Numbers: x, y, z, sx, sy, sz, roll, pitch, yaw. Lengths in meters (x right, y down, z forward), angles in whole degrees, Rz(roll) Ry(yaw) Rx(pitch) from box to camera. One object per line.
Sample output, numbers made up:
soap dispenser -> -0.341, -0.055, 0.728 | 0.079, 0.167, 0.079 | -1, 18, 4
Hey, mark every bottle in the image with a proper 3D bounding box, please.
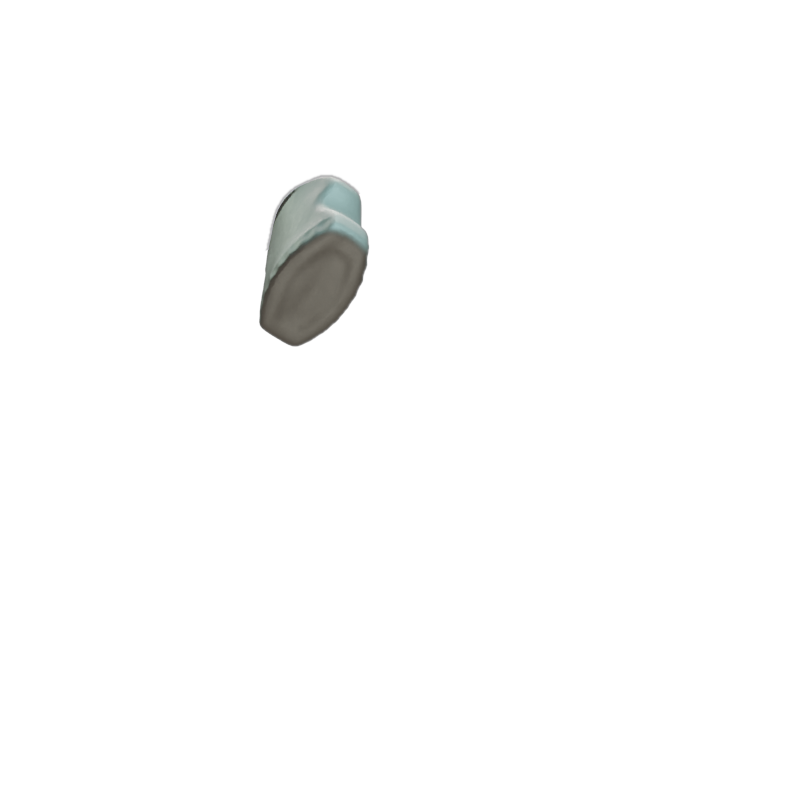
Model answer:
bottle -> -0.067, -0.122, 0.851 | 0.056, 0.094, 0.202 | 30, 21, -18
